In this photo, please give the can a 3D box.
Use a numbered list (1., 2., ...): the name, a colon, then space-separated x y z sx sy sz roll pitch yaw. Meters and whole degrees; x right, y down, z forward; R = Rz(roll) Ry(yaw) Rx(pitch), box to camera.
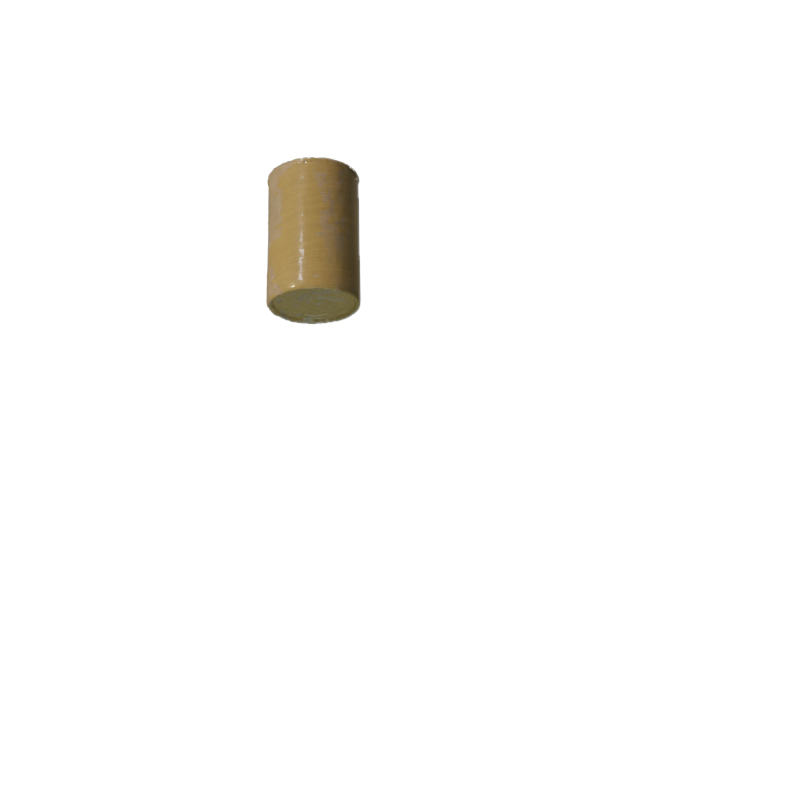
1. can: -0.062 -0.114 0.797 0.068 0.108 0.065 0 -24 -2
